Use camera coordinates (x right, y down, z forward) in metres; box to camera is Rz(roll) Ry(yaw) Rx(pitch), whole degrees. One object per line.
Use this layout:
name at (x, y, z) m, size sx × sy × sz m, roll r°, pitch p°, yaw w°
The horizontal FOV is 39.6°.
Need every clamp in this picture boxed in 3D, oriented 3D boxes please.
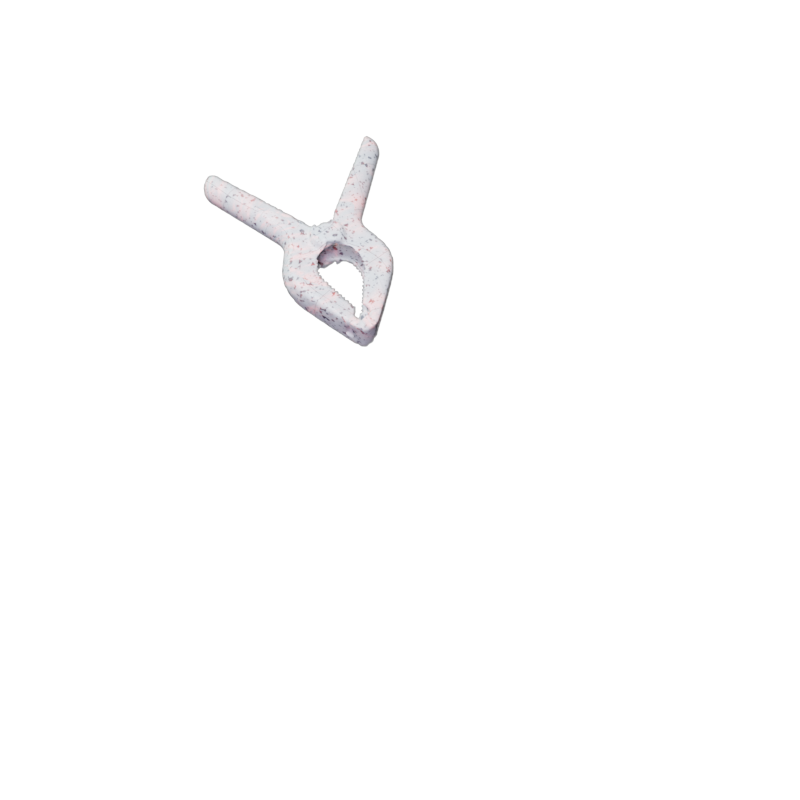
clamp at (-0.075, -0.136, 0.954) m, size 0.163 × 0.226 × 0.034 m, roll -12°, pitch -34°, yaw -8°
